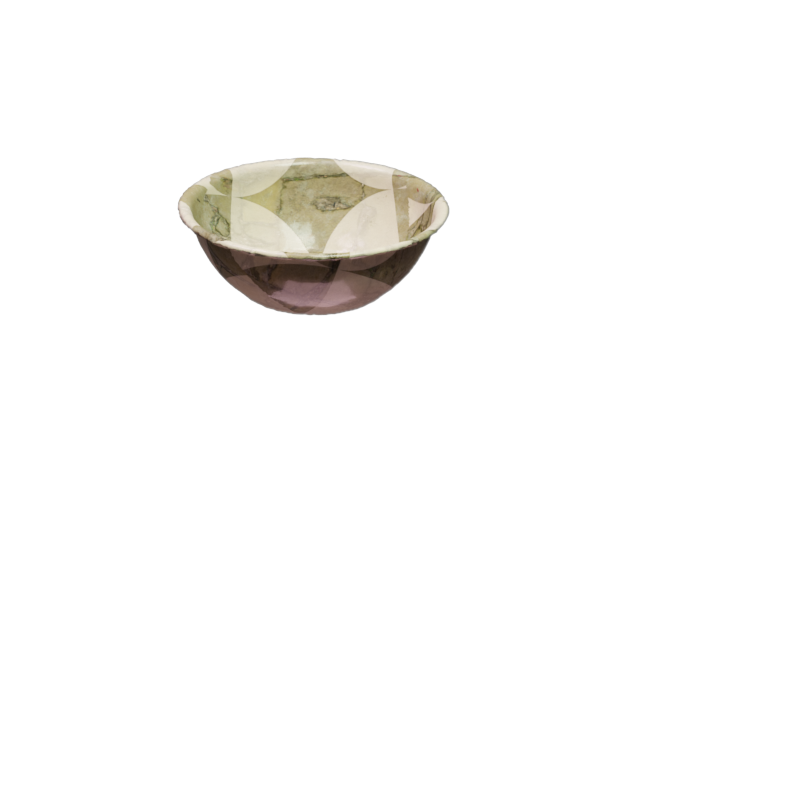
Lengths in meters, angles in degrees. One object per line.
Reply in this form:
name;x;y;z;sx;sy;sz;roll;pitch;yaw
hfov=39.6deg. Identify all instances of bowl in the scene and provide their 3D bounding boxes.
bowl;-0.053;-0.096;0.673;0.162;0.052;0.172;-1;29;-2
